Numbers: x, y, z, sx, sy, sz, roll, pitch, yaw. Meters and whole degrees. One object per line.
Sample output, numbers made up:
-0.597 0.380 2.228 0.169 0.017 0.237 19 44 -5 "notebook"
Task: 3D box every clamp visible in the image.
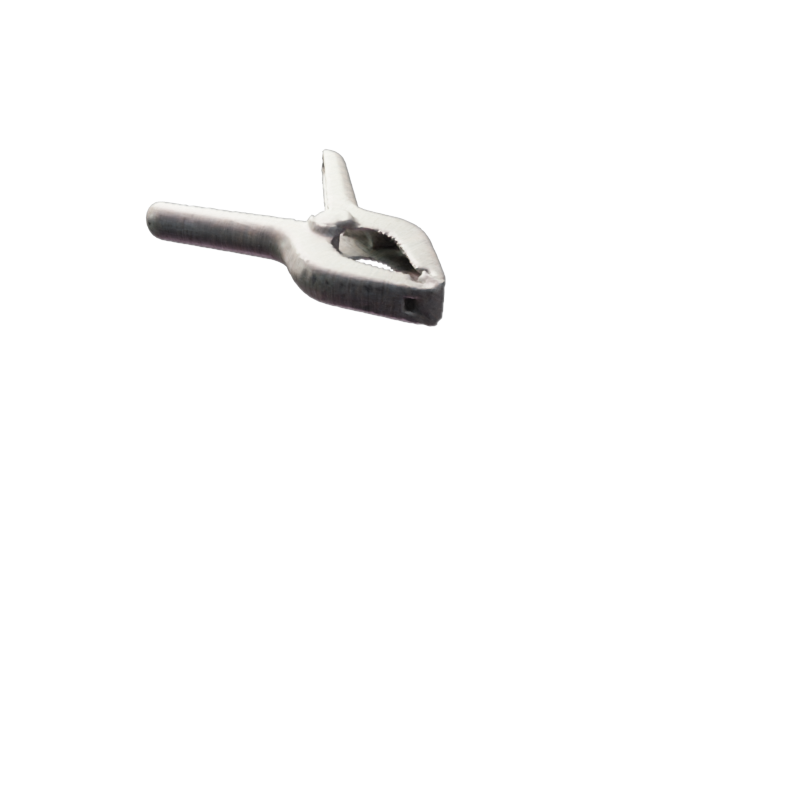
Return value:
-0.056 -0.103 0.720 0.163 0.034 0.226 -21 40 -27 "clamp"
